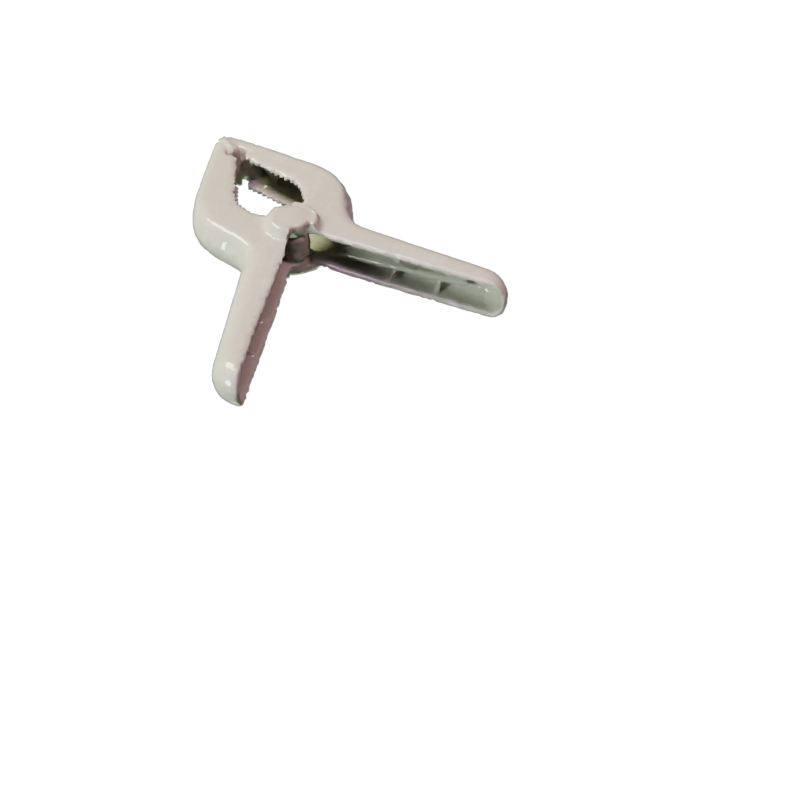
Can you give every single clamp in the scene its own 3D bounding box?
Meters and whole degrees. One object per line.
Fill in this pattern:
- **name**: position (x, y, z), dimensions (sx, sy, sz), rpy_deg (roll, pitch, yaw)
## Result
- **clamp**: position (-0.049, -0.090, 0.629), dimensions (0.162, 0.034, 0.228), rpy_deg (-14, 44, -15)
